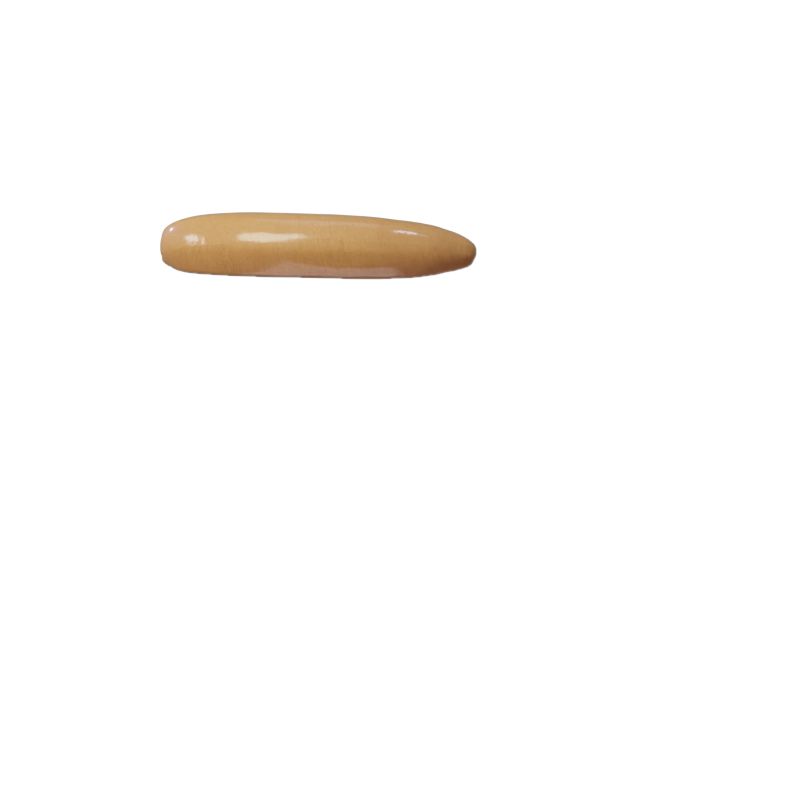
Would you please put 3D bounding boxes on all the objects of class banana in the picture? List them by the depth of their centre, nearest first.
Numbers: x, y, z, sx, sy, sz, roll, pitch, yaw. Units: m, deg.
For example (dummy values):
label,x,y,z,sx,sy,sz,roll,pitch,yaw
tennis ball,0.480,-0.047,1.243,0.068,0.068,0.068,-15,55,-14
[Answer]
label,x,y,z,sx,sy,sz,roll,pitch,yaw
banana,-0.059,-0.090,0.636,0.202,0.036,0.069,4,11,17
